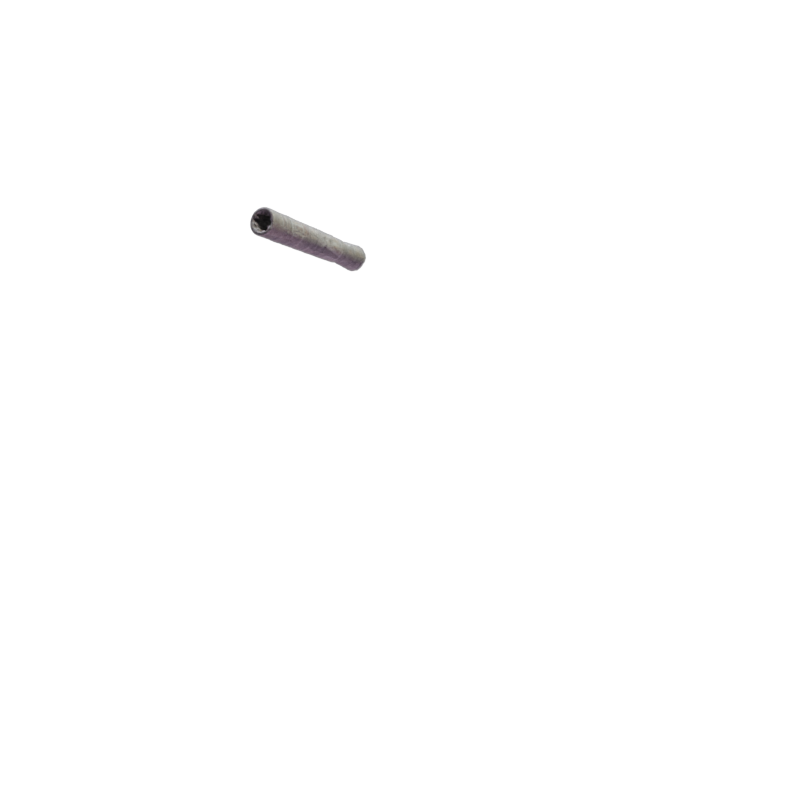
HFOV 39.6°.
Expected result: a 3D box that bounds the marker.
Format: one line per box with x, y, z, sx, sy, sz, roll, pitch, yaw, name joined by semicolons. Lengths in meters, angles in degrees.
-0.058;-0.106;0.744;0.020;0.020;0.115;3;-5;30;marker
